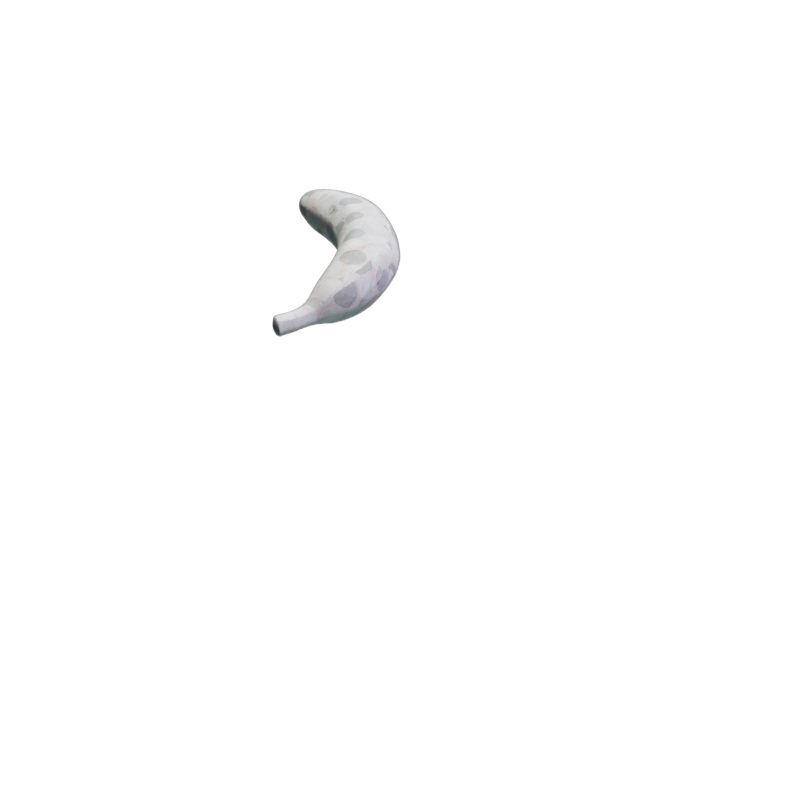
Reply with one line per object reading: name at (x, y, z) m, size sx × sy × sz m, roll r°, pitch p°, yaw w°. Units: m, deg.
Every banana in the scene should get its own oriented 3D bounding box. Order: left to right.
banana at (-0.035, -0.095, 0.676) m, size 0.070 × 0.035 × 0.208 m, roll 1°, pitch 27°, yaw 0°
